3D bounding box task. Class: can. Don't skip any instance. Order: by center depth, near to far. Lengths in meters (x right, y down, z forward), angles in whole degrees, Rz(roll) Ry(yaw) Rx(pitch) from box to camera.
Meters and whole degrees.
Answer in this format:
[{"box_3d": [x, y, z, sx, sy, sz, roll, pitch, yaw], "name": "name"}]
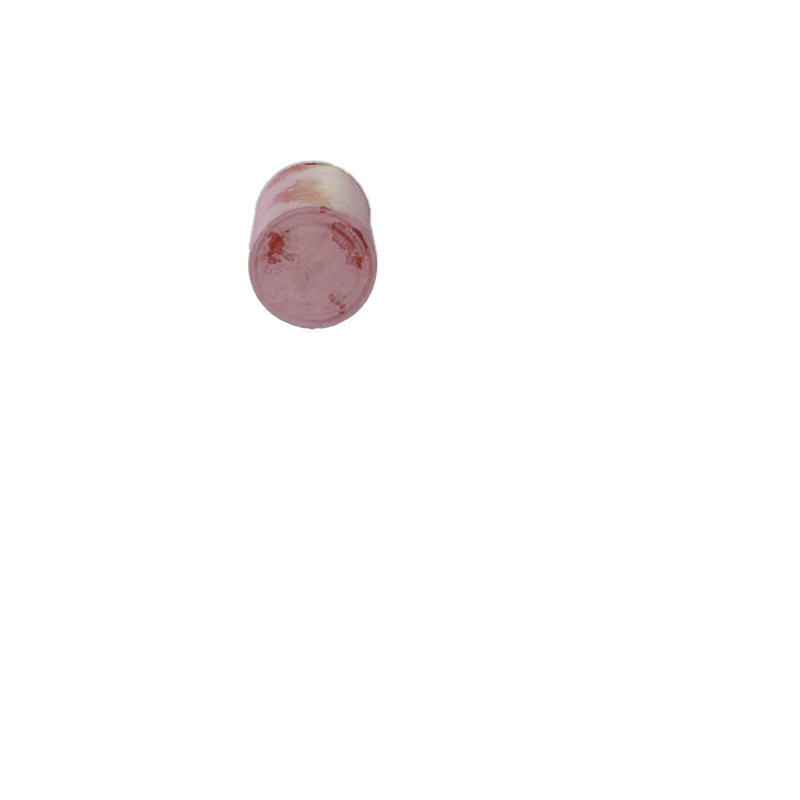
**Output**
[{"box_3d": [-0.048, -0.087, 0.607, 0.068, 0.066, 0.107, 0, 22, -3], "name": "can"}]
